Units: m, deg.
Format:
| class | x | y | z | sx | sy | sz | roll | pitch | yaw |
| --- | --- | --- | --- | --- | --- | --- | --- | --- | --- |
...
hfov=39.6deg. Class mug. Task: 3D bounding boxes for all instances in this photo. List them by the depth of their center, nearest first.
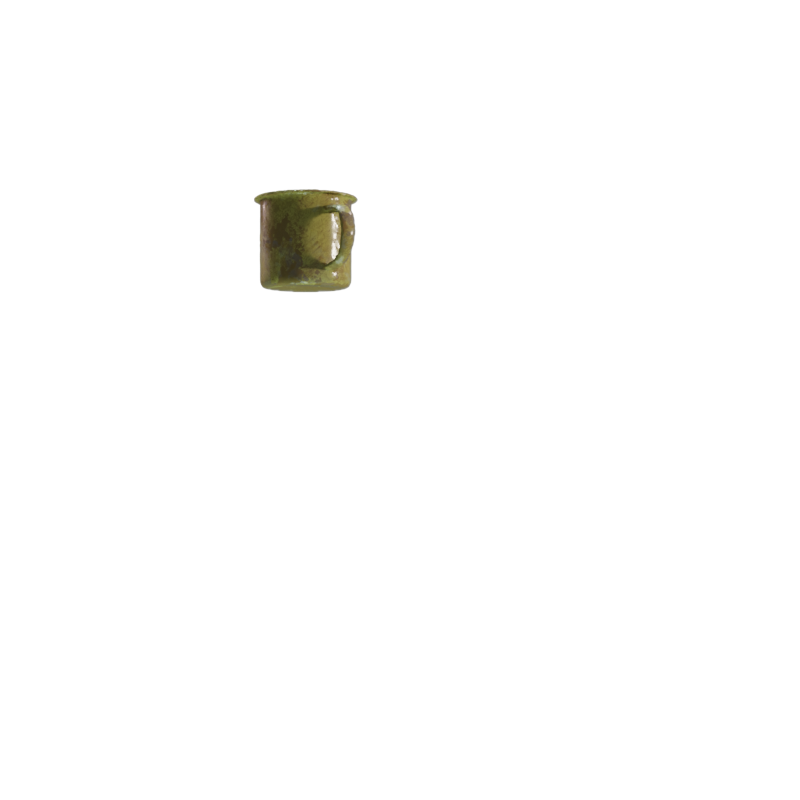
| class | x | y | z | sx | sy | sz | roll | pitch | yaw |
| --- | --- | --- | --- | --- | --- | --- | --- | --- | --- |
| mug | -0.077 | -0.140 | 0.980 | 0.089 | 0.083 | 0.121 | 2 | -4 | -38 |
